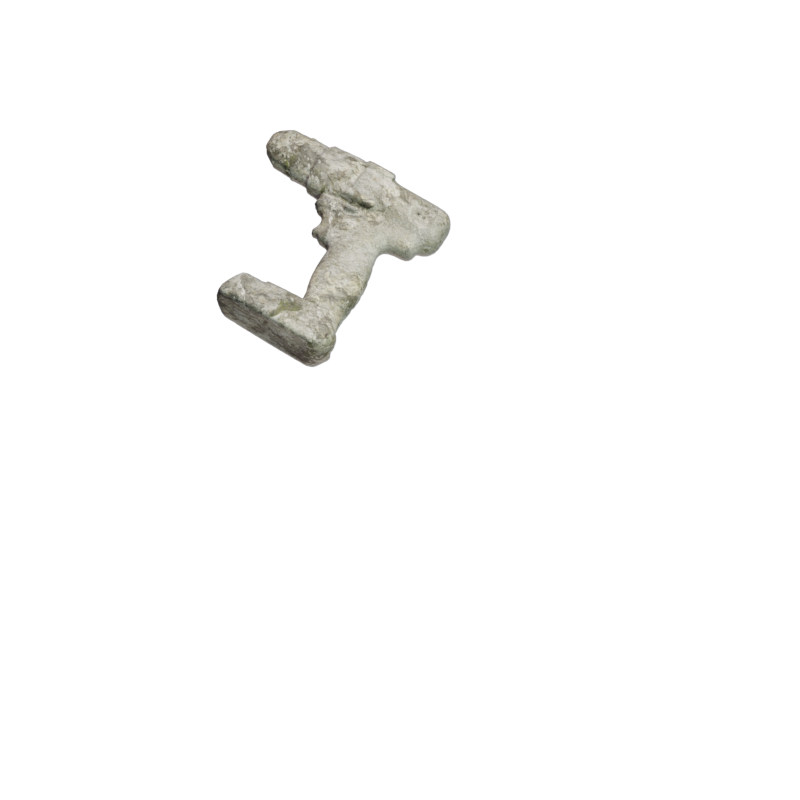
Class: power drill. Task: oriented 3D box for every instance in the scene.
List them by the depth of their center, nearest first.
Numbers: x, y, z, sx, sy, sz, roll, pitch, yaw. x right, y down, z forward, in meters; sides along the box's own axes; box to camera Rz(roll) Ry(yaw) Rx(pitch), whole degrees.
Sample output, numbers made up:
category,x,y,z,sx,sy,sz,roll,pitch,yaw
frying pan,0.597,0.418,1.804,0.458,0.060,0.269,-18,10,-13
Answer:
category,x,y,z,sx,sy,sz,roll,pitch,yaw
power drill,-0.075,-0.137,0.957,0.191,0.192,0.054,29,-25,15
